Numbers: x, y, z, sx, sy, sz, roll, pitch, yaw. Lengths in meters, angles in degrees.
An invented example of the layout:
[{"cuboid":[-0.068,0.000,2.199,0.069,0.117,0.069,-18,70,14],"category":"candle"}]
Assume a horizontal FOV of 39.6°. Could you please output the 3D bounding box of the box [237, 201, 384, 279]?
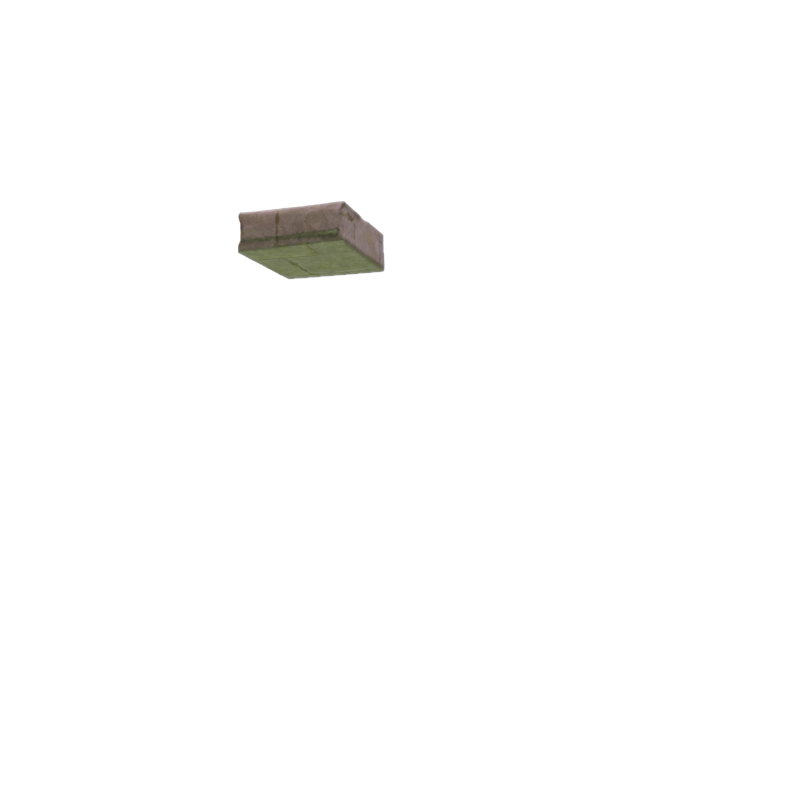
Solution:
[{"cuboid":[-0.058,-0.106,0.741,0.075,0.031,0.085,-3,-9,19],"category":"box"}]
